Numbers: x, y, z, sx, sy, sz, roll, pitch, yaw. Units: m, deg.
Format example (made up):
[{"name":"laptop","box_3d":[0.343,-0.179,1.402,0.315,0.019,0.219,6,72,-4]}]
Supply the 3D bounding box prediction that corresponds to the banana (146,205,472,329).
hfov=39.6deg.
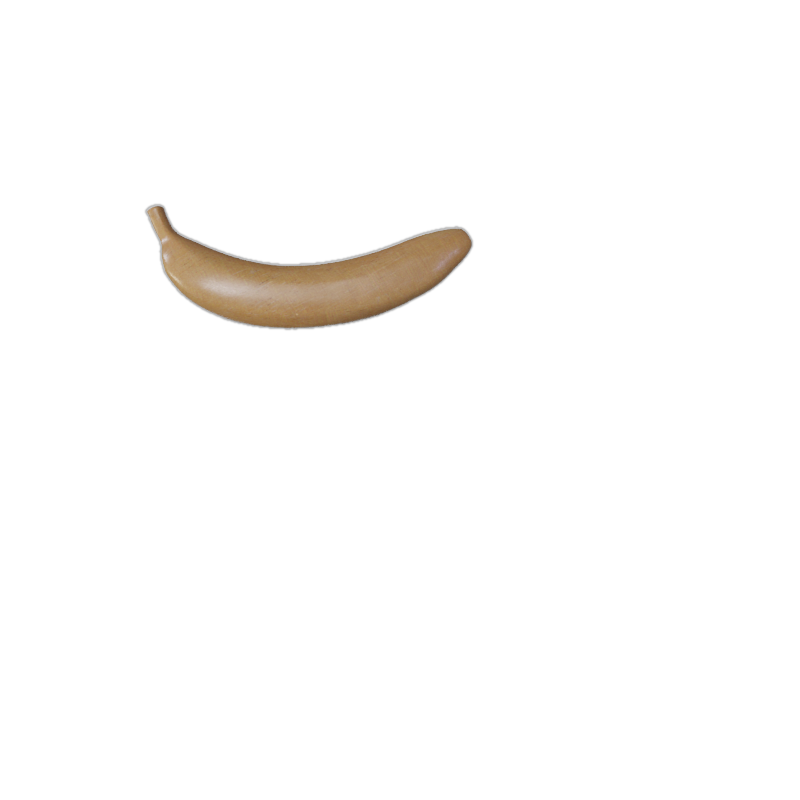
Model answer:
[{"name":"banana","box_3d":[-0.057,-0.076,0.659,0.198,0.070,0.036,5,-4,0]}]
